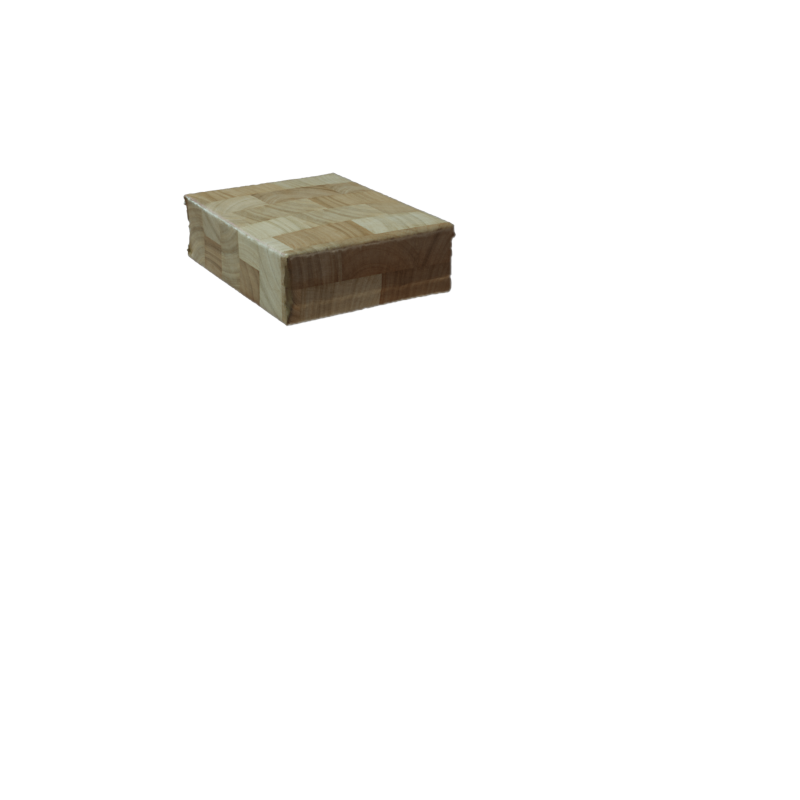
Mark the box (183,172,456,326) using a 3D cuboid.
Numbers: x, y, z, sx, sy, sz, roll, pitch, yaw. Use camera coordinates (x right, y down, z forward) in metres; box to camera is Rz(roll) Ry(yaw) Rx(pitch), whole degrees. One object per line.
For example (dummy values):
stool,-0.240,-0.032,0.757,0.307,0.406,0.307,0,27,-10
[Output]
box,-0.042,-0.077,0.538,0.088,0.037,0.121,-13,26,-30
